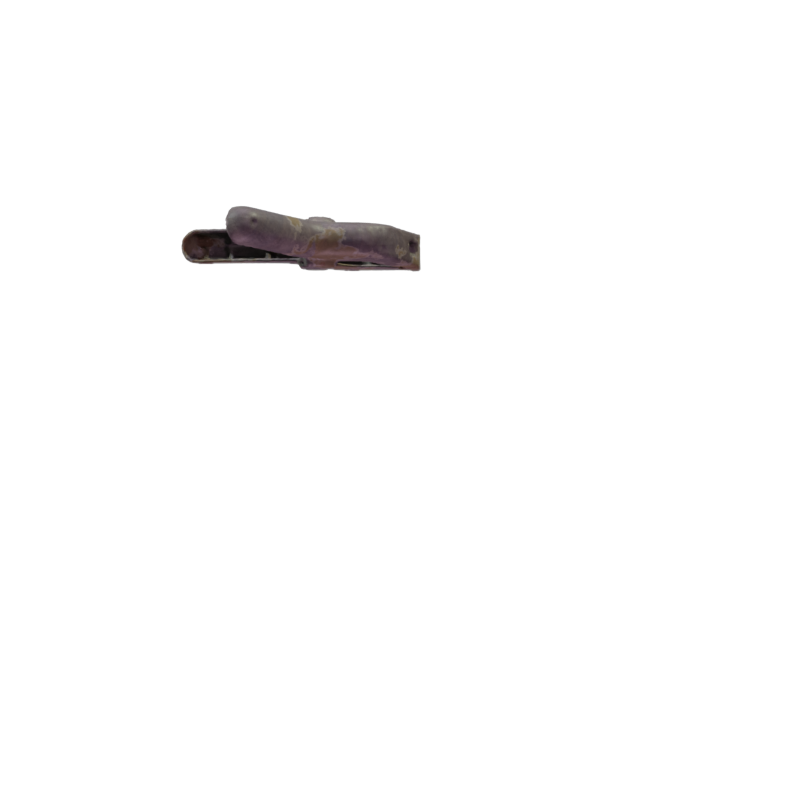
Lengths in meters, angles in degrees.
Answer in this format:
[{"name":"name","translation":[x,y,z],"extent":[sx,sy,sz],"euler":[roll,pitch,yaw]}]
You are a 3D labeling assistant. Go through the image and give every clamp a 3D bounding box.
[{"name":"clamp","translation":[-0.060,-0.110,0.769],"extent":[0.168,0.039,0.122],"euler":[-1,4,-15]}]
